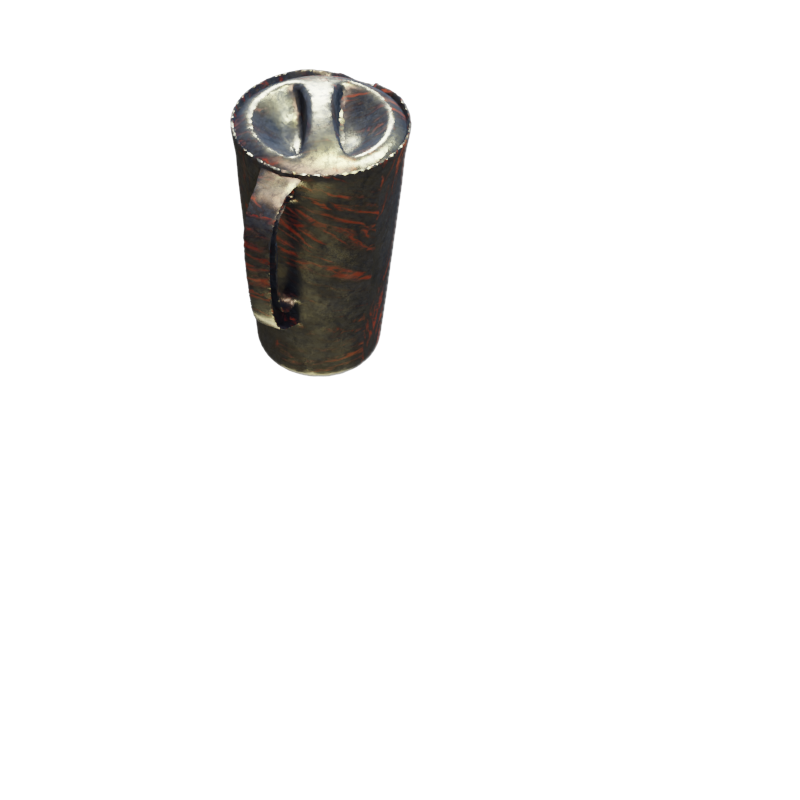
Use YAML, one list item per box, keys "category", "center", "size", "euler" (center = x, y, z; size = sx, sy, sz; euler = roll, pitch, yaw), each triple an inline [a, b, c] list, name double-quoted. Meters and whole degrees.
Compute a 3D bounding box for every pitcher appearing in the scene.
- category: "pitcher"
  center: [-0.069, -0.127, 0.886]
  size: [0.147, 0.226, 0.157]
  euler: [-15, 49, -17]
